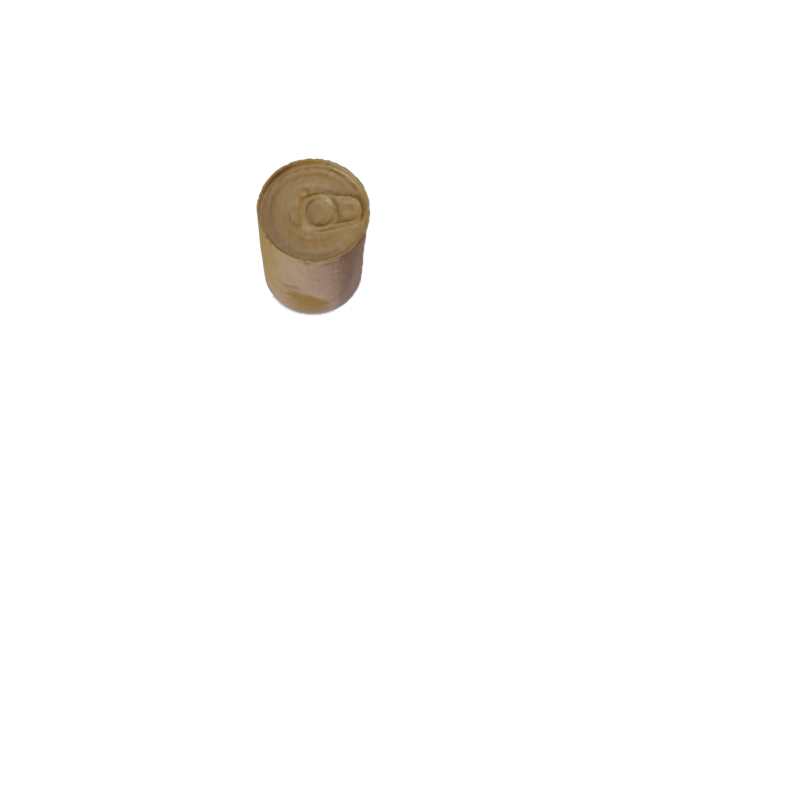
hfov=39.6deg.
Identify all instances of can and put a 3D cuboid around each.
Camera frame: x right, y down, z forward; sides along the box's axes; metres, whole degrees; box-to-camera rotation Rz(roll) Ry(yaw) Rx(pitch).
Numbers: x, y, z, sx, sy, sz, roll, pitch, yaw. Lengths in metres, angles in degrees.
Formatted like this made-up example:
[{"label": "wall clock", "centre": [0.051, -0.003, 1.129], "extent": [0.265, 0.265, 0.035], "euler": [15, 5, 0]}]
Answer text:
[{"label": "can", "centre": [-0.055, -0.101, 0.706], "extent": [0.068, 0.072, 0.098], "euler": [0, -17, -3]}]
